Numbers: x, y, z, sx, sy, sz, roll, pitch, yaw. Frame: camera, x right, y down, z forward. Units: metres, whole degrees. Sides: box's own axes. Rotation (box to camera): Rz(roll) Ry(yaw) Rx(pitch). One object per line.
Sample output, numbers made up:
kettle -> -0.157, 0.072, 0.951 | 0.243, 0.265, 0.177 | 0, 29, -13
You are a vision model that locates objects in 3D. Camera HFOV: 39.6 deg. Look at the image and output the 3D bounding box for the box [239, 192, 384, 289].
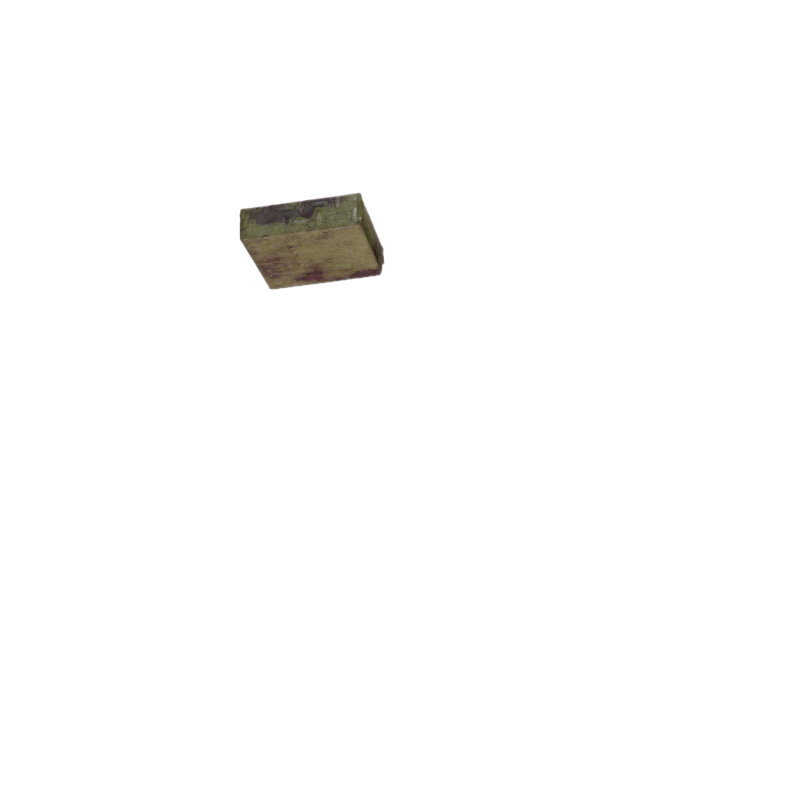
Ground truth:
box -> -0.062, -0.113, 0.793 | 0.090, 0.032, 0.068 | -6, -27, 12
